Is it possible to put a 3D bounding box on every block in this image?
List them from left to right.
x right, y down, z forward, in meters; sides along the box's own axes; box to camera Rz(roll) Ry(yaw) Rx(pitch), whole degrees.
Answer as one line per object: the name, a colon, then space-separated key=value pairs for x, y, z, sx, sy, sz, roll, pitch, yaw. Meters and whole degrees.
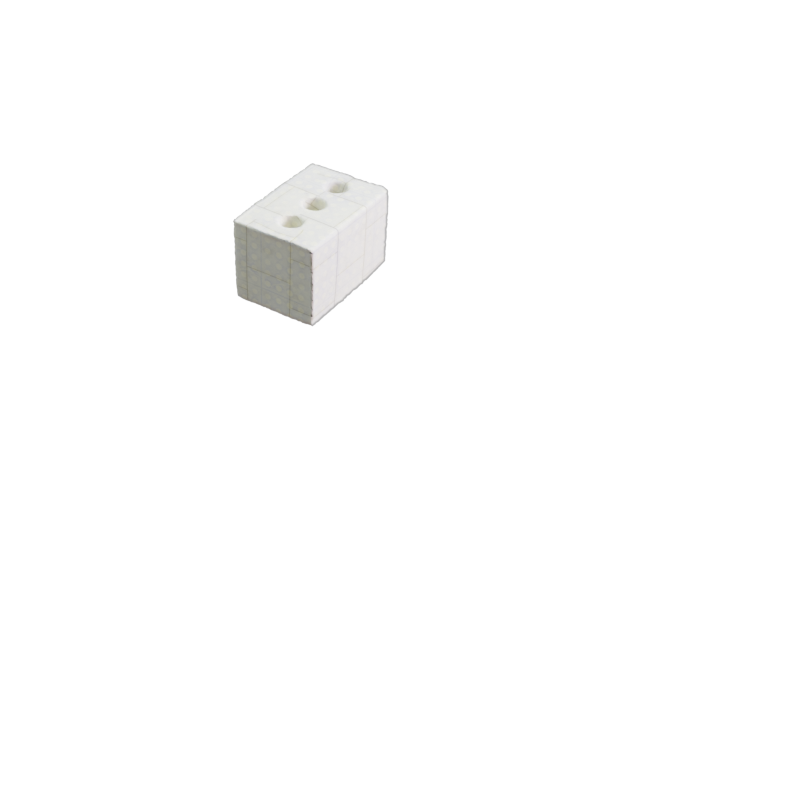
block: x=-0.048 y=-0.088 z=0.613 sx=0.055 sy=0.048 sz=0.079 roll=21 pitch=42 yaw=23
